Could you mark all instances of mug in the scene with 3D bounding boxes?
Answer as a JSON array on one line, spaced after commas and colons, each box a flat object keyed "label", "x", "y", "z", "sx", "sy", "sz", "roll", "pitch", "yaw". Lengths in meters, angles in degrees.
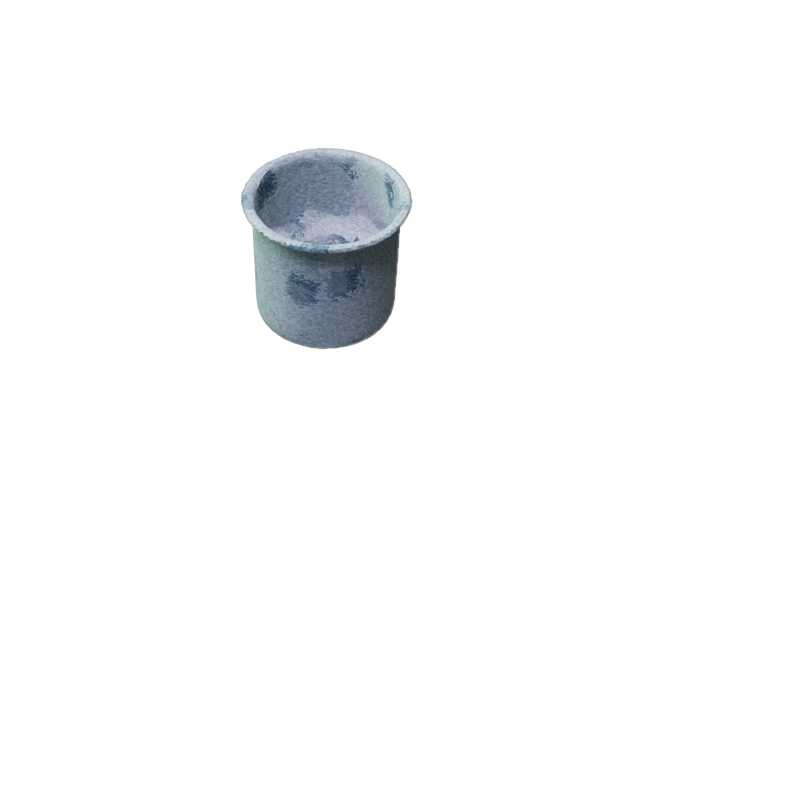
[{"label": "mug", "x": -0.050, "y": -0.091, "z": 0.636, "sx": 0.093, "sy": 0.076, "sz": 0.126, "roll": -28, "pitch": 51, "yaw": -28}]
